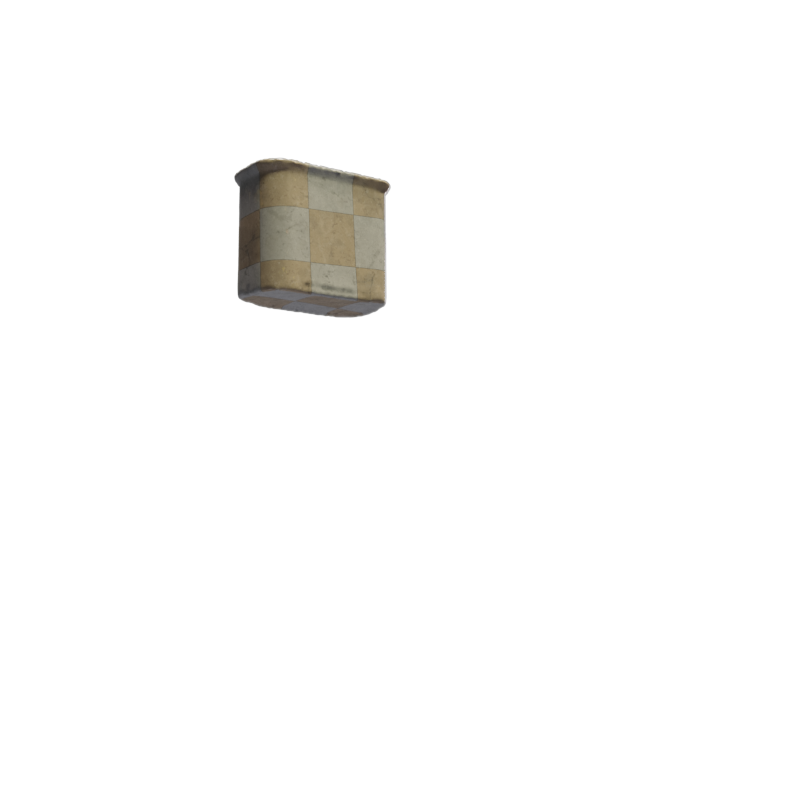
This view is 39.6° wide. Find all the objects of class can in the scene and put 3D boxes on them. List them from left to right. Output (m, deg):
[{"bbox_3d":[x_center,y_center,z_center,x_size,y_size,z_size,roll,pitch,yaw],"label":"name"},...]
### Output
[{"bbox_3d":[-0.056,-0.102,0.716,0.097,0.087,0.058,7,-15,-33],"label":"can"}]
